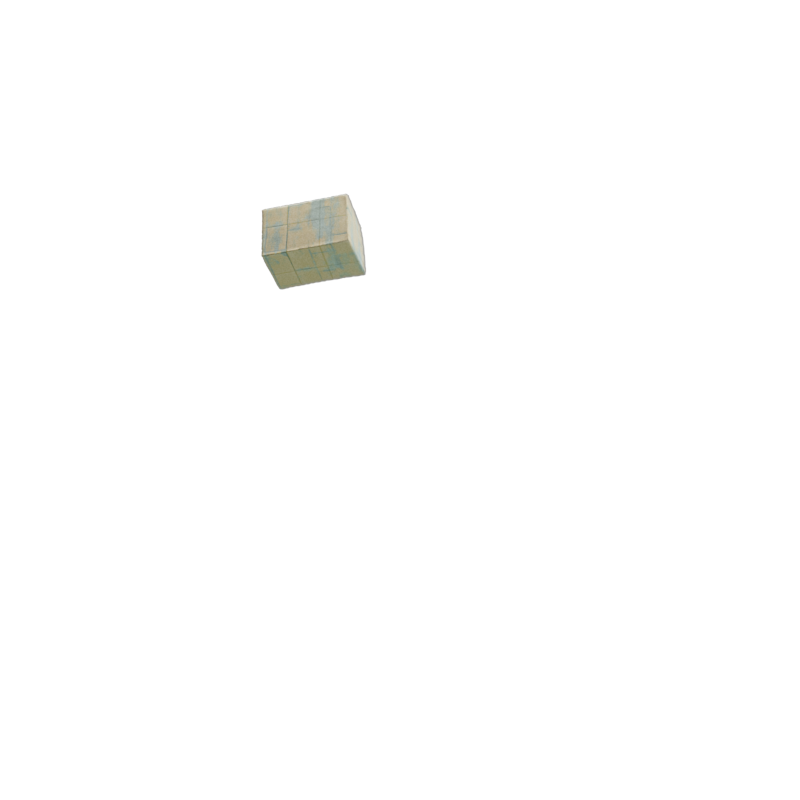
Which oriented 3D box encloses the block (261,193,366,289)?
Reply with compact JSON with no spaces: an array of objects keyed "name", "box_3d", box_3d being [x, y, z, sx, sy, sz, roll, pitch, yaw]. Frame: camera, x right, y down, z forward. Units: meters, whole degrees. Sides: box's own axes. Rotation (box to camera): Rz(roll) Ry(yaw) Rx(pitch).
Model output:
[{"name":"block","box_3d":[-0.073,-0.133,0.933,0.079,0.055,0.049,-8,-34,12]}]
